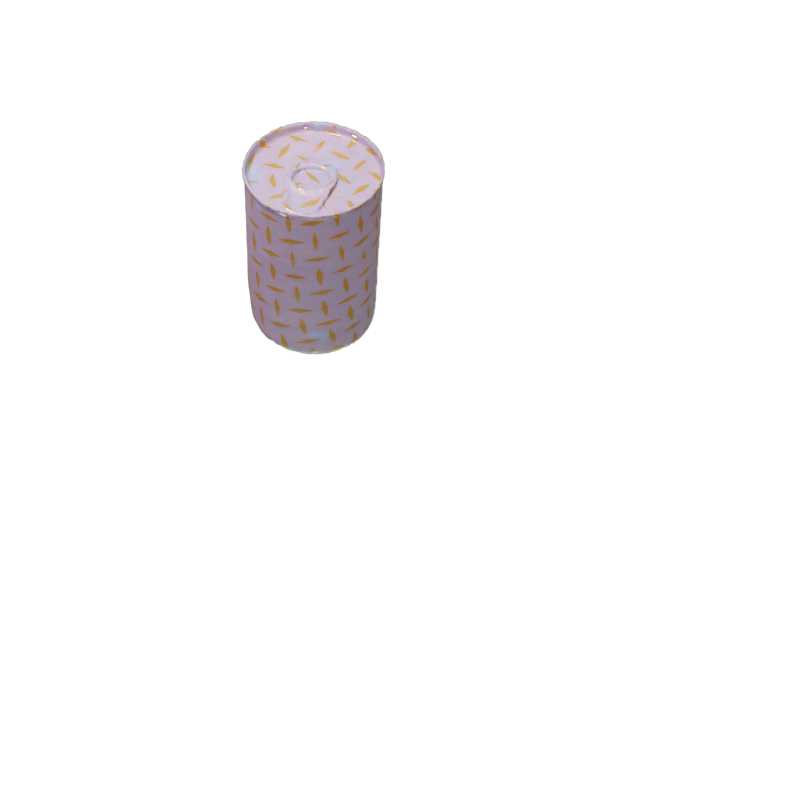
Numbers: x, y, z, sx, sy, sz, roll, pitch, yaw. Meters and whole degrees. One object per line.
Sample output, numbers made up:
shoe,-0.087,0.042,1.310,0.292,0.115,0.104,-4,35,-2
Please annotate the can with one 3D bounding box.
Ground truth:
can,-0.044,-0.080,0.561,0.068,0.074,0.095,0,-41,-3
